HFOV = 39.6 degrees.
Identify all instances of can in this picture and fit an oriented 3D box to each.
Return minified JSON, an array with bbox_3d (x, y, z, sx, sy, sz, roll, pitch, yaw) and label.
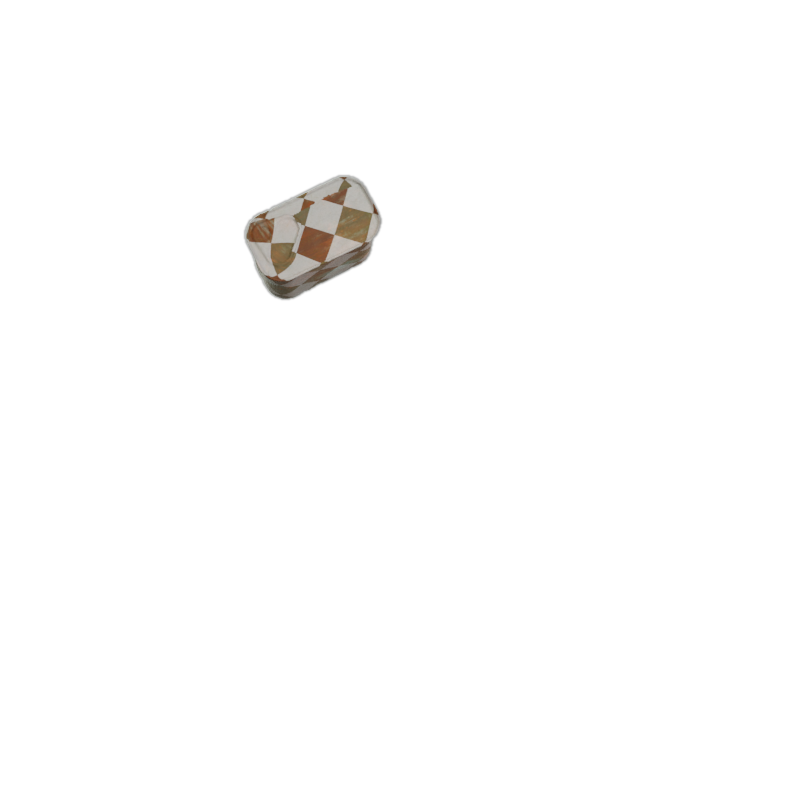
[{"bbox_3d":[-0.069,-0.126,0.886,0.102,0.059,0.082,-27,-7,-7],"label":"can"}]
